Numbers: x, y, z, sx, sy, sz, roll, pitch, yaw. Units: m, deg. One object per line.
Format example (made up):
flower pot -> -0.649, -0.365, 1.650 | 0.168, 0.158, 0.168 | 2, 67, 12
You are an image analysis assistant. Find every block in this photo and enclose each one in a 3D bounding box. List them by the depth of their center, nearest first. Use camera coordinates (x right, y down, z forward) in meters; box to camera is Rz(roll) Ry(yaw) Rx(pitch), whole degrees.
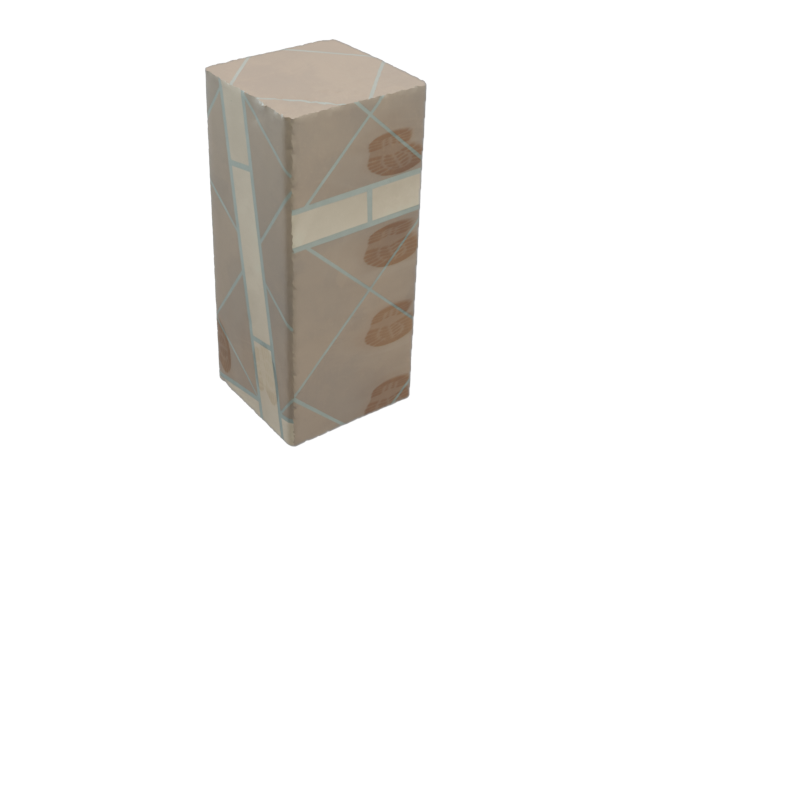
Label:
block -> -0.051, -0.092, 0.645 | 0.090, 0.194, 0.097 | -20, 39, -31
